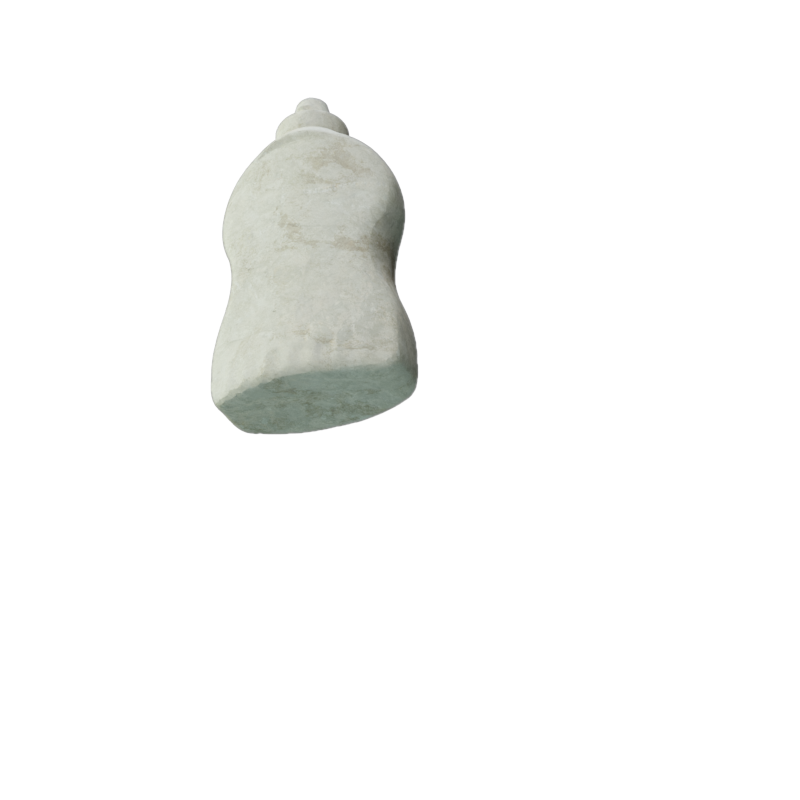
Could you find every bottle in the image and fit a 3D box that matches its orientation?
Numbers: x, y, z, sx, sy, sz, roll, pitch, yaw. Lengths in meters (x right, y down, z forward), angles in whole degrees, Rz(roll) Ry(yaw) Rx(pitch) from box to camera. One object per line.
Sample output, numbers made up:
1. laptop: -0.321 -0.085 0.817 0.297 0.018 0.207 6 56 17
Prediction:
1. bottle: -0.045 -0.081 0.569 0.097 0.205 0.054 -15 -37 18
